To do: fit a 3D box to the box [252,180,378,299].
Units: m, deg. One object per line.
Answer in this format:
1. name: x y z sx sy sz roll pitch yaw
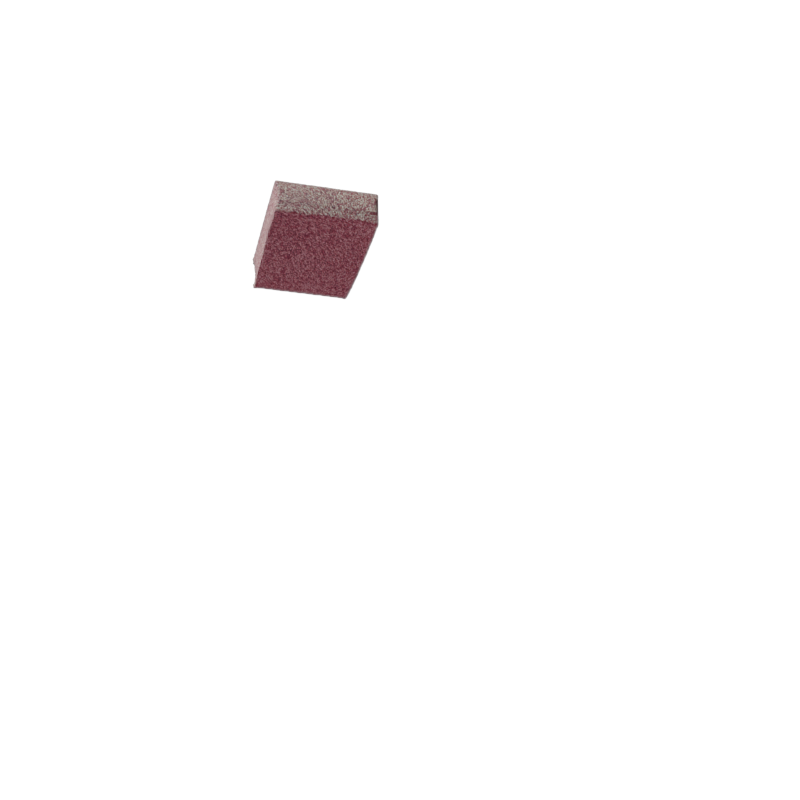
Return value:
1. box: -0.075 -0.137 0.958 0.088 0.042 0.108 8 -37 -12
